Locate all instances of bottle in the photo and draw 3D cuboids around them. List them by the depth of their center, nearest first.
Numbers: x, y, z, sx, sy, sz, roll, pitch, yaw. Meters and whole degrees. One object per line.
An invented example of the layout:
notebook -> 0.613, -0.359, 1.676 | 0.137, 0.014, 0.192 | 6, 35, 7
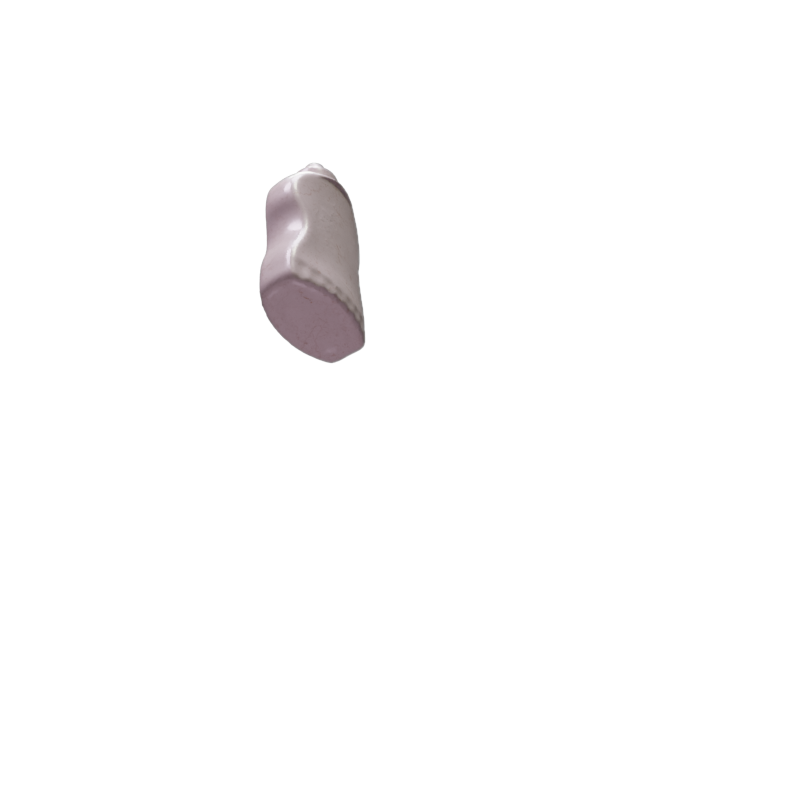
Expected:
bottle -> -0.069, -0.127, 0.886 | 0.058, 0.206, 0.089 | -30, -52, 23
